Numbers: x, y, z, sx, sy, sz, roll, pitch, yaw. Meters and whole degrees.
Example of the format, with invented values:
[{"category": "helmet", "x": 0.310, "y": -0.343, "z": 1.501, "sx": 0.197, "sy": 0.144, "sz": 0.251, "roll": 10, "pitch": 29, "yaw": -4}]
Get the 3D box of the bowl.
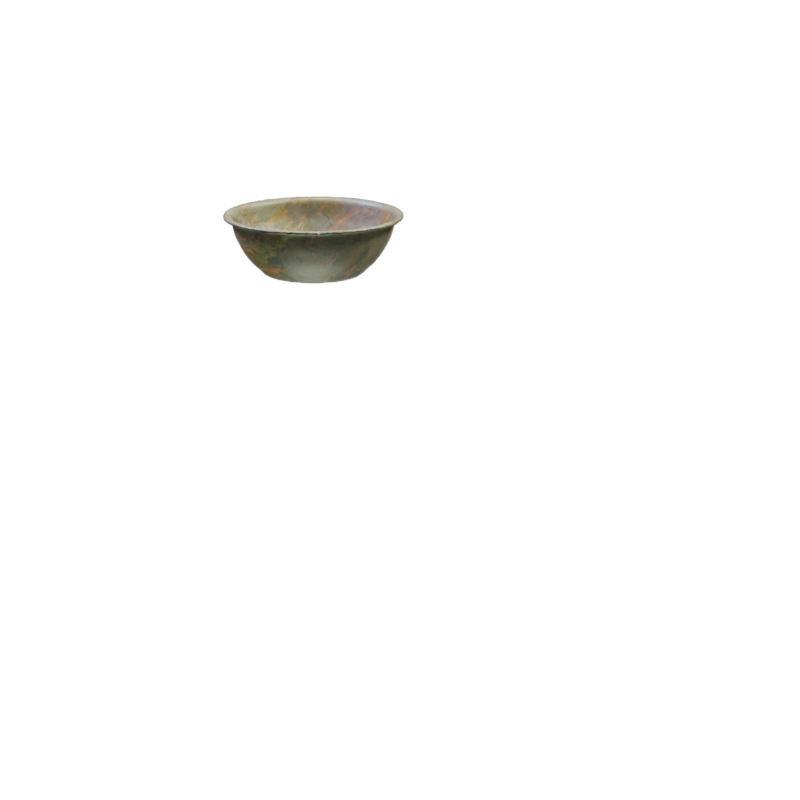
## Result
[{"category": "bowl", "x": -0.078, "y": -0.142, "z": 0.998, "sx": 0.162, "sy": 0.053, "sz": 0.169, "roll": -1, "pitch": 19, "yaw": -2}]
